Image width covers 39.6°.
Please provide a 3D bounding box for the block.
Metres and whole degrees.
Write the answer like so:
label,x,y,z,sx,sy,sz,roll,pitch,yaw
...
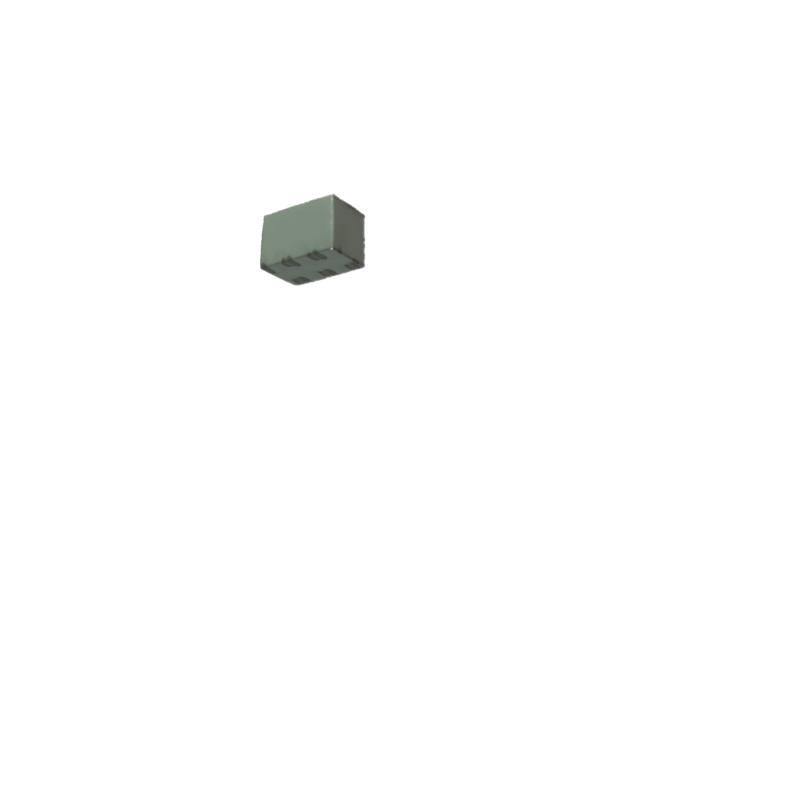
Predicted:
label,x,y,z,sx,sy,sz,roll,pitch,yaw
block,-0.076,-0.138,0.965,0.079,0.054,0.049,-12,-23,31
